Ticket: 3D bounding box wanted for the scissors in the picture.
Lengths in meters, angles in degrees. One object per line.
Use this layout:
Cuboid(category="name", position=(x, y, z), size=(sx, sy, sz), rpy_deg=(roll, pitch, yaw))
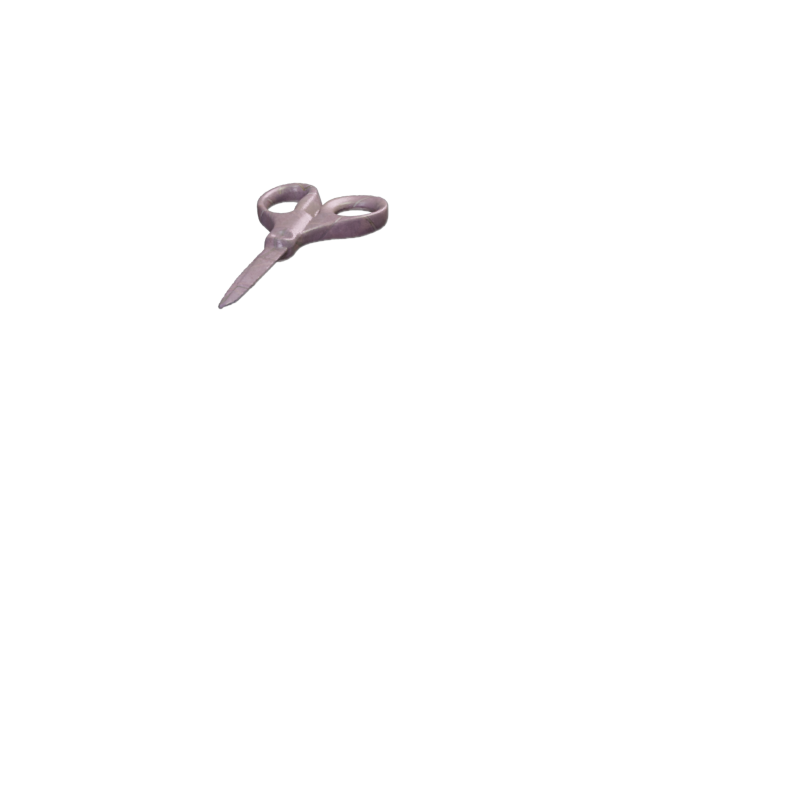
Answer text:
Cuboid(category="scissors", position=(-0.053, -0.097, 0.676), size=(0.096, 0.015, 0.213), rpy_deg=(-1, 27, -2))
